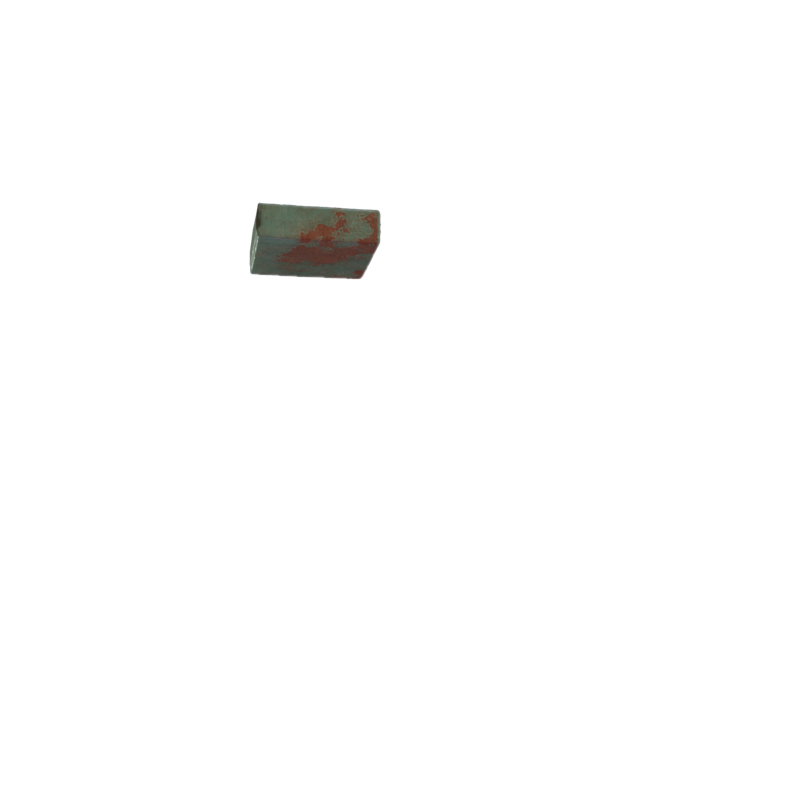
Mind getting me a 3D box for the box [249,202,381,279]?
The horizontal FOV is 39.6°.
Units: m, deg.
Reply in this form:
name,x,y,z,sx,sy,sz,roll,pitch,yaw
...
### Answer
name,x,y,z,sx,sy,sz,roll,pitch,yaw
box,-0.063,-0.116,0.810,0.088,0.032,0.071,2,-16,-8
